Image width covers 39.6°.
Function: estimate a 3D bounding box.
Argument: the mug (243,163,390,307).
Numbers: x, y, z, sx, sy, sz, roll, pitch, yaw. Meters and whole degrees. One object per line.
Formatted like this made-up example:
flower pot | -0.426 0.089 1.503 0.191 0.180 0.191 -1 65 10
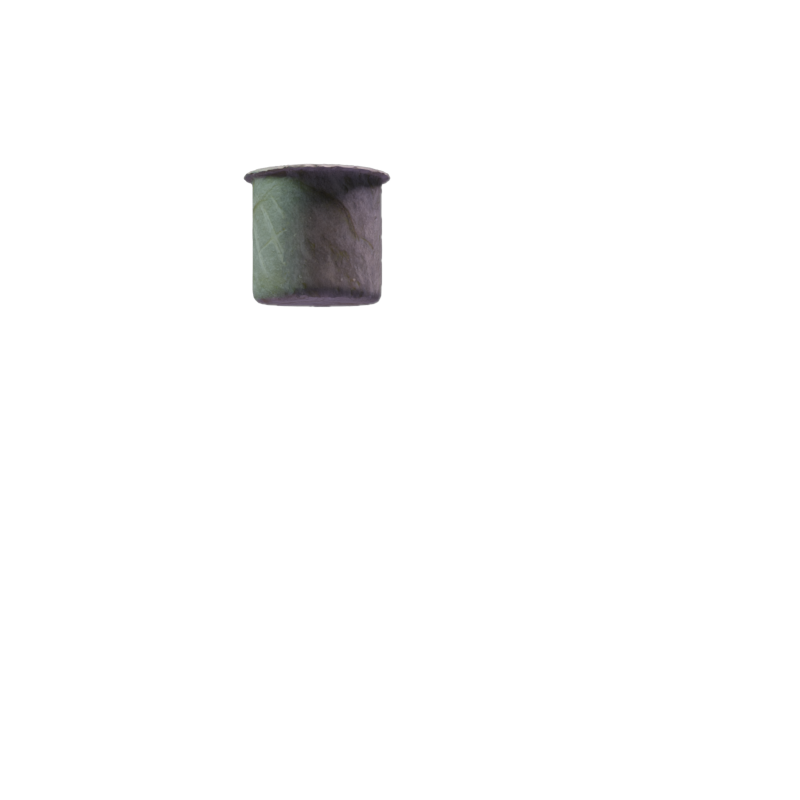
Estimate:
mug | -0.056 -0.102 0.712 0.091 0.082 0.118 0 -1 -15
